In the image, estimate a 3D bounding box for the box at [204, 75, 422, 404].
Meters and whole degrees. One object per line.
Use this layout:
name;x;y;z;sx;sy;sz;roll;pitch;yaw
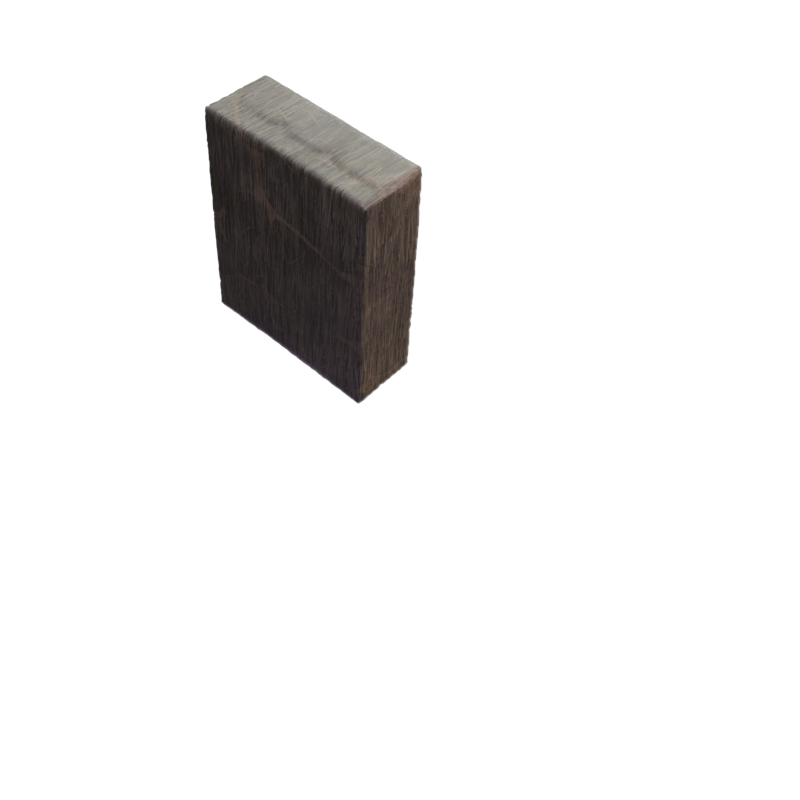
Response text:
box;-0.068;-0.123;0.864;0.174;0.199;0.072;37;55;27
